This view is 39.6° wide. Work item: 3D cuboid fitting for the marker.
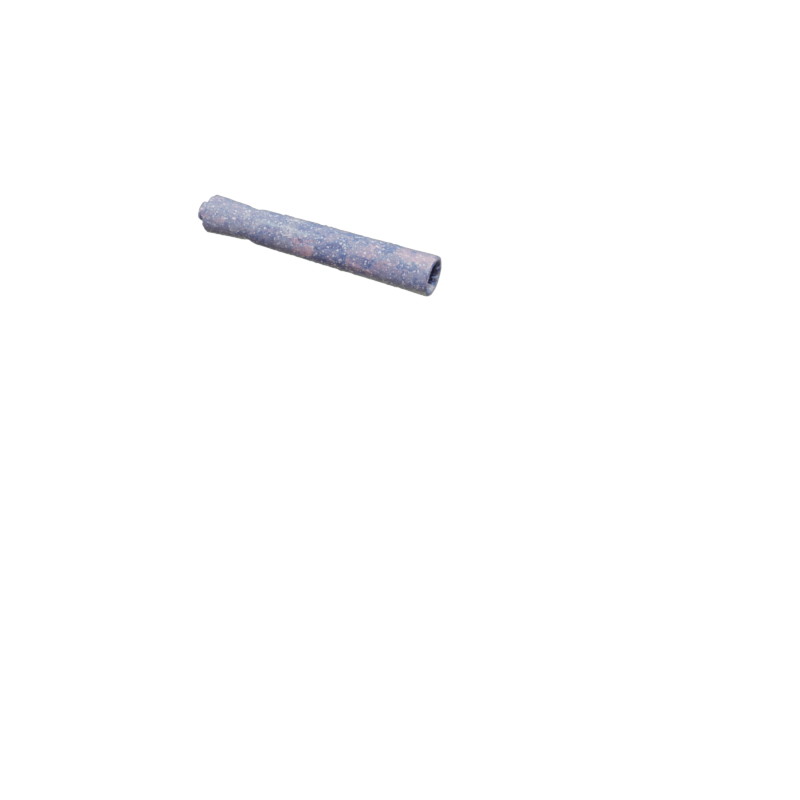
[{"bbox_3d":[-0.040,-0.073,0.513,0.126,0.019,0.019,19,10,22],"label":"marker"}]
